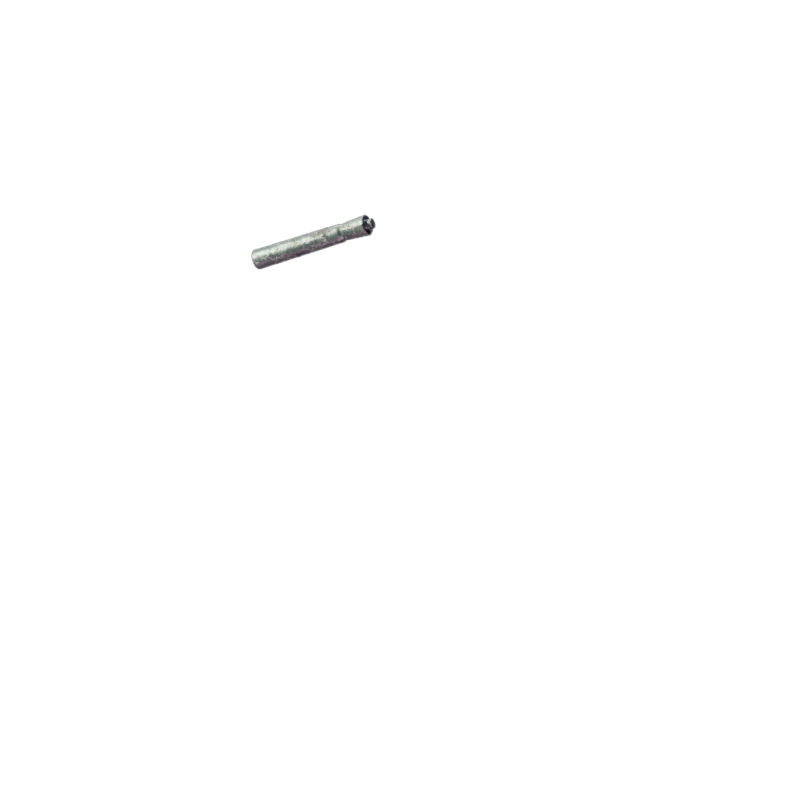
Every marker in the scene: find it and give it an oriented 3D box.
[{"bbox_3d":[-0.076,-0.139,0.976,0.123,0.020,0.019,-13,-2,27],"label":"marker"}]
